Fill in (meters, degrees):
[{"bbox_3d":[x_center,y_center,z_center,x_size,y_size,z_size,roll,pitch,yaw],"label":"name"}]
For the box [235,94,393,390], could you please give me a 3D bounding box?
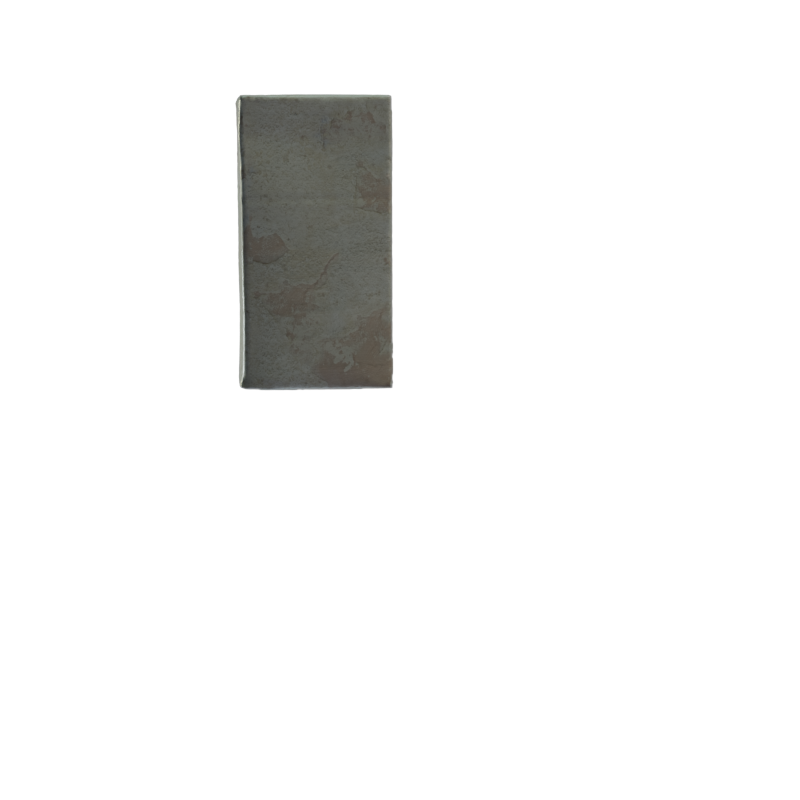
[{"bbox_3d":[-0.052,-0.096,0.672,0.092,0.175,0.049,0,3,-8],"label":"box"}]
